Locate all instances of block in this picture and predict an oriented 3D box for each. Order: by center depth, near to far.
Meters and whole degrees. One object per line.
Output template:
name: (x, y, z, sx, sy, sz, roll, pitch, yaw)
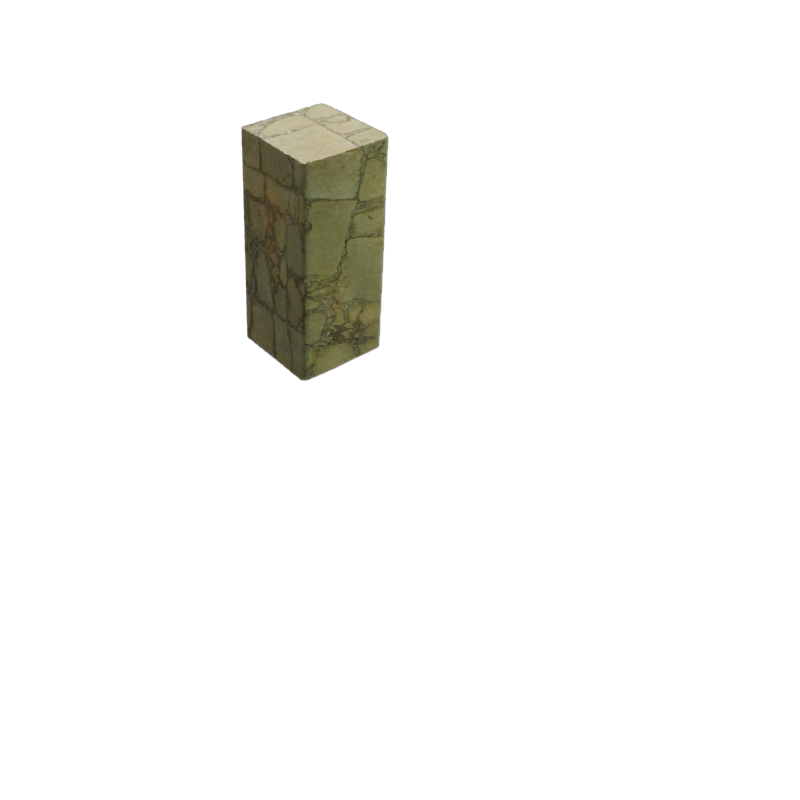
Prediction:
block: (-0.074, -0.135, 0.948, 0.089, 0.194, 0.097, -22, 39, -34)
